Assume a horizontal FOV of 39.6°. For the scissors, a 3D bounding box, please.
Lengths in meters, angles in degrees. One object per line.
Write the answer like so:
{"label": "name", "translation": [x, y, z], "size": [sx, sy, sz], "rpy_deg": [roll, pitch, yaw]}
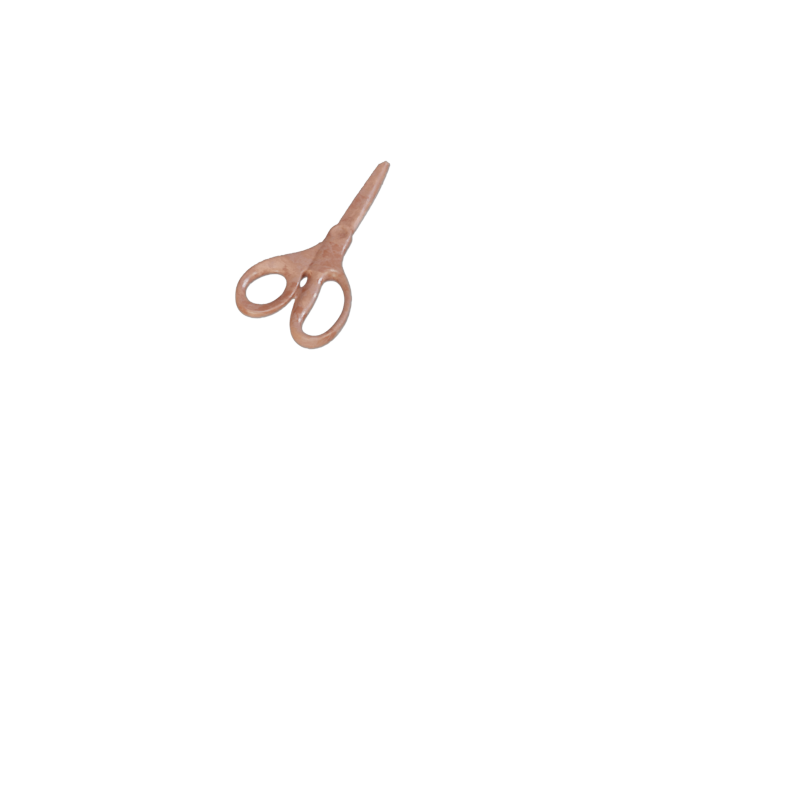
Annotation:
{"label": "scissors", "translation": [-0.067, -0.123, 0.862], "size": [0.097, 0.215, 0.015], "rpy_deg": [5, -40, 4]}
